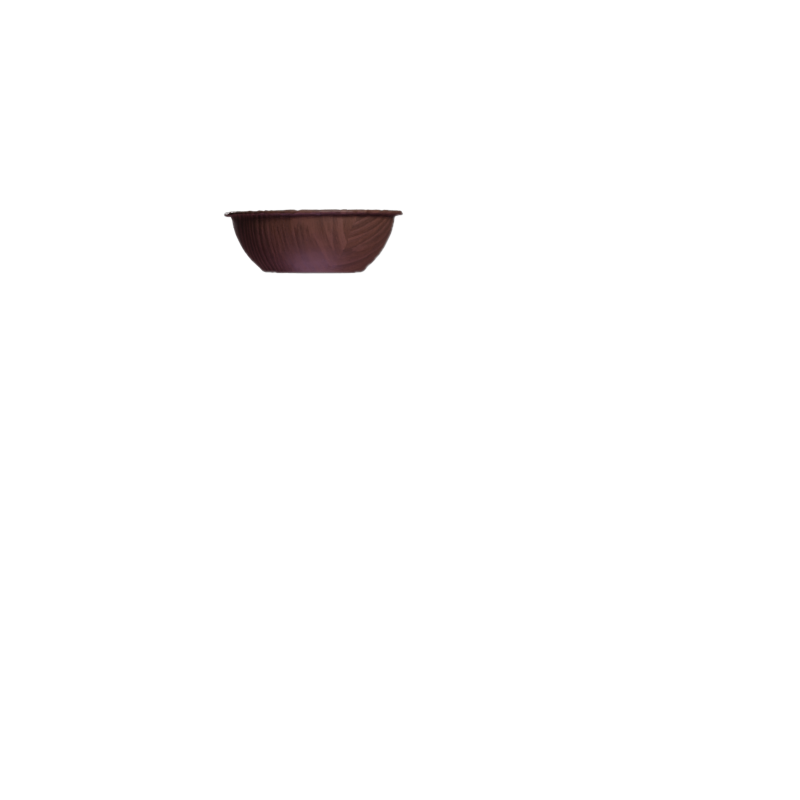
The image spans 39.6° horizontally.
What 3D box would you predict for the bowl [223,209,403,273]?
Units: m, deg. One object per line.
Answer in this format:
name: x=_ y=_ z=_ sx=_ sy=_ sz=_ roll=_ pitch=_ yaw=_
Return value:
bowl: x=-0.078 y=-0.143 z=0.998 sx=0.162 sy=0.055 sz=0.164 roll=0 pitch=7 yaw=-2
